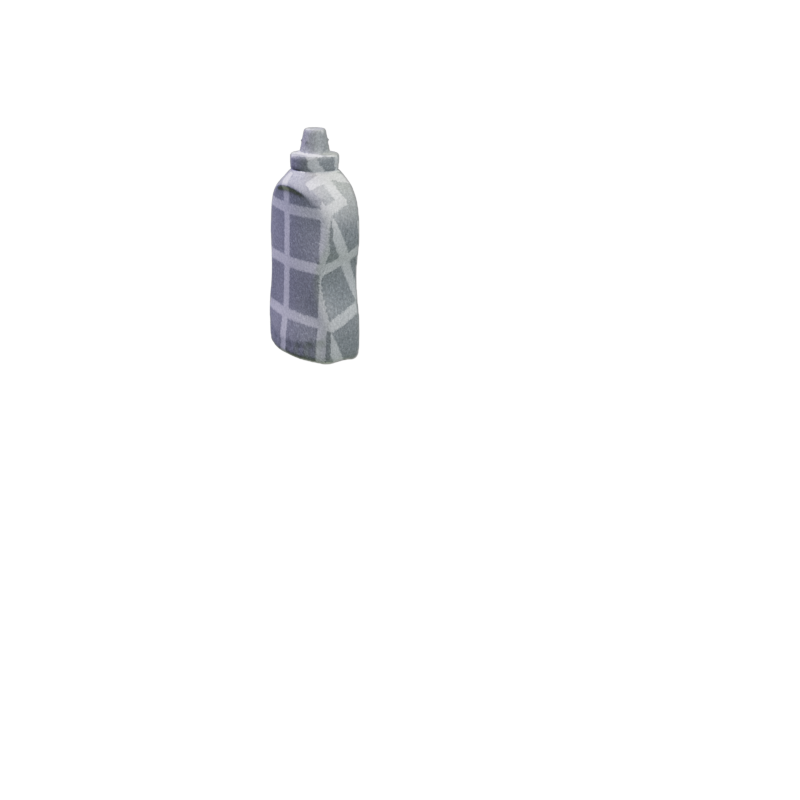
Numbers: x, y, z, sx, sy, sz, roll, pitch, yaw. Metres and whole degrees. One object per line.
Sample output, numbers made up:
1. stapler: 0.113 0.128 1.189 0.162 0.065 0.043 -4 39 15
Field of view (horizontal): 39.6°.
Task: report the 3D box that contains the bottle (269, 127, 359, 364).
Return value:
1. bottle: -0.073 -0.133 0.935 0.057 0.186 0.102 -8 17 -33
